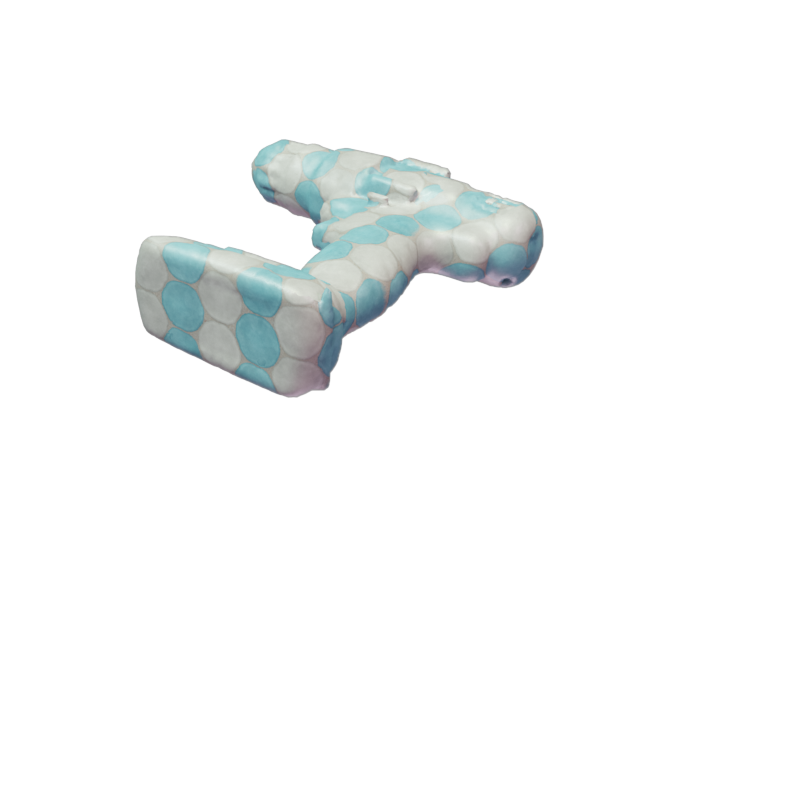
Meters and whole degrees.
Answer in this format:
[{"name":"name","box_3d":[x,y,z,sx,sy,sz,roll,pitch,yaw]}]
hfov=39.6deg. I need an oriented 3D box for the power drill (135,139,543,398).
[{"name":"power drill","box_3d":[-0.045,-0.081,0.570,0.194,0.054,0.189,20,36,29]}]
